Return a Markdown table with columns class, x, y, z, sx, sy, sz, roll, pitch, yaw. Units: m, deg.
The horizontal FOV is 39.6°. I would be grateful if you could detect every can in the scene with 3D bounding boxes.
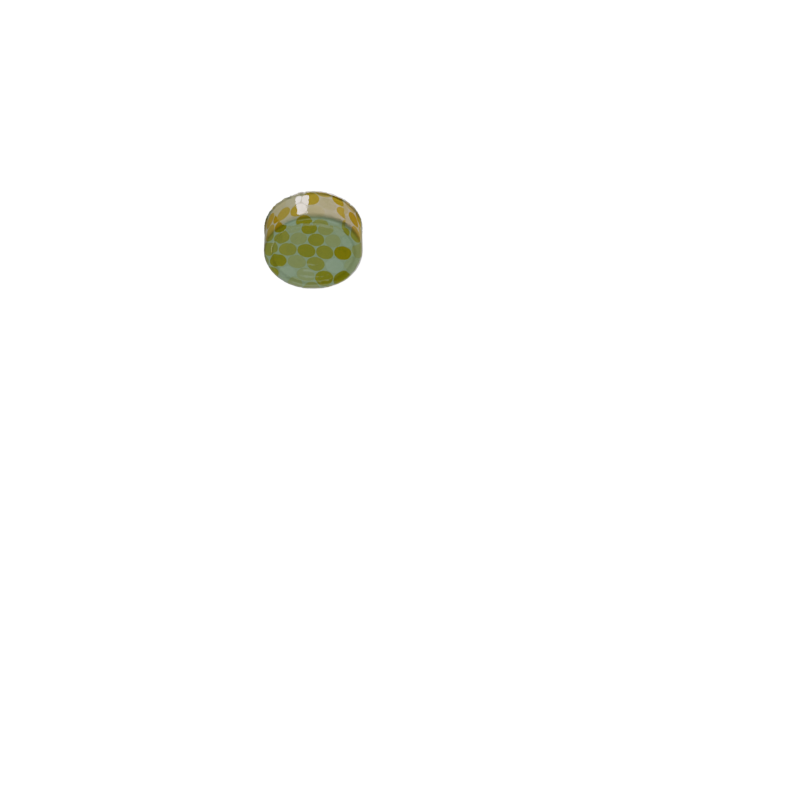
| class | x | y | z | sx | sy | sz | roll | pitch | yaw |
| --- | --- | --- | --- | --- | --- | --- | --- | --- | --- |
| can | -0.074 | -0.136 | 0.951 | 0.086 | 0.036 | 0.080 | 1 | -44 | -1 |
